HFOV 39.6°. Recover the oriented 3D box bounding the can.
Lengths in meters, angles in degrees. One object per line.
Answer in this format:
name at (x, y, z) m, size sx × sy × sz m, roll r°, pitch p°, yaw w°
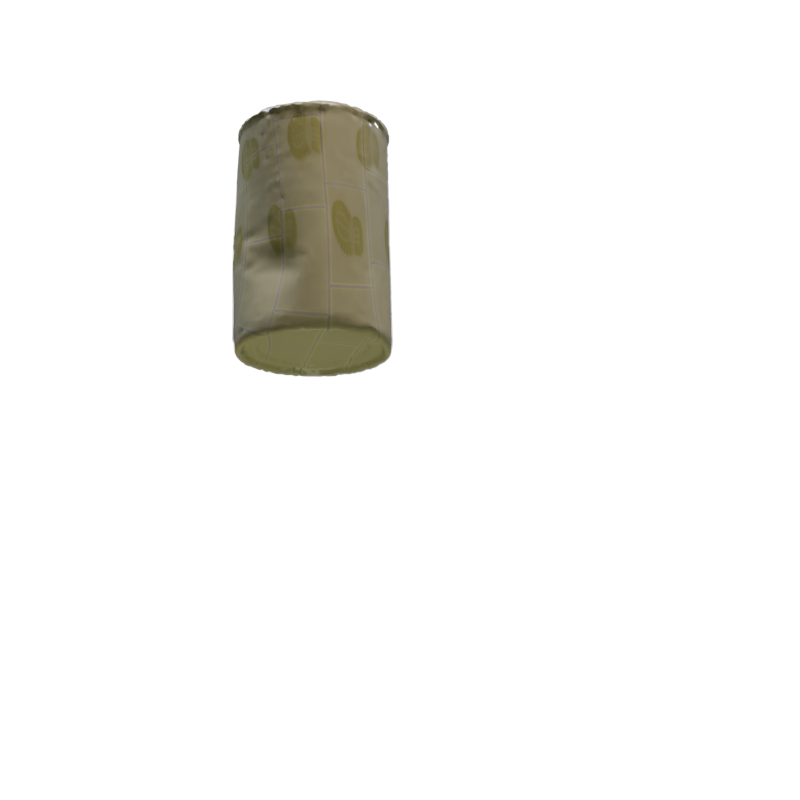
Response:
can at (-0.037, -0.068, 0.478) m, size 0.068 × 0.107 × 0.065 m, roll 0°, pitch -21°, yaw -2°
